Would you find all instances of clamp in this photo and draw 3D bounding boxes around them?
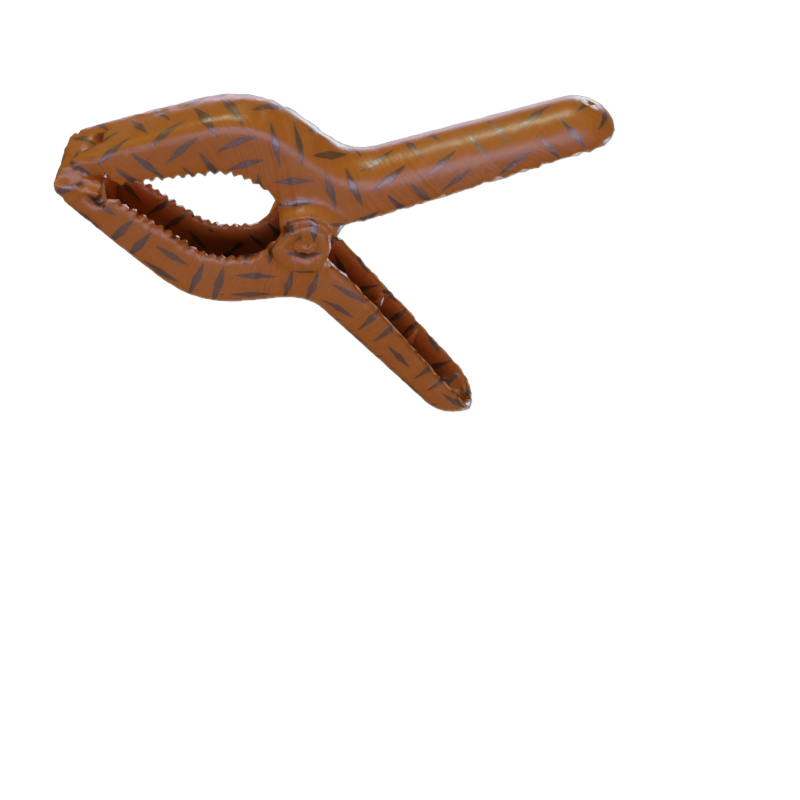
[{"bbox_3d":[-0.036,-0.066,0.460,0.208,0.155,0.039,8,38,-6],"label":"clamp"}]
